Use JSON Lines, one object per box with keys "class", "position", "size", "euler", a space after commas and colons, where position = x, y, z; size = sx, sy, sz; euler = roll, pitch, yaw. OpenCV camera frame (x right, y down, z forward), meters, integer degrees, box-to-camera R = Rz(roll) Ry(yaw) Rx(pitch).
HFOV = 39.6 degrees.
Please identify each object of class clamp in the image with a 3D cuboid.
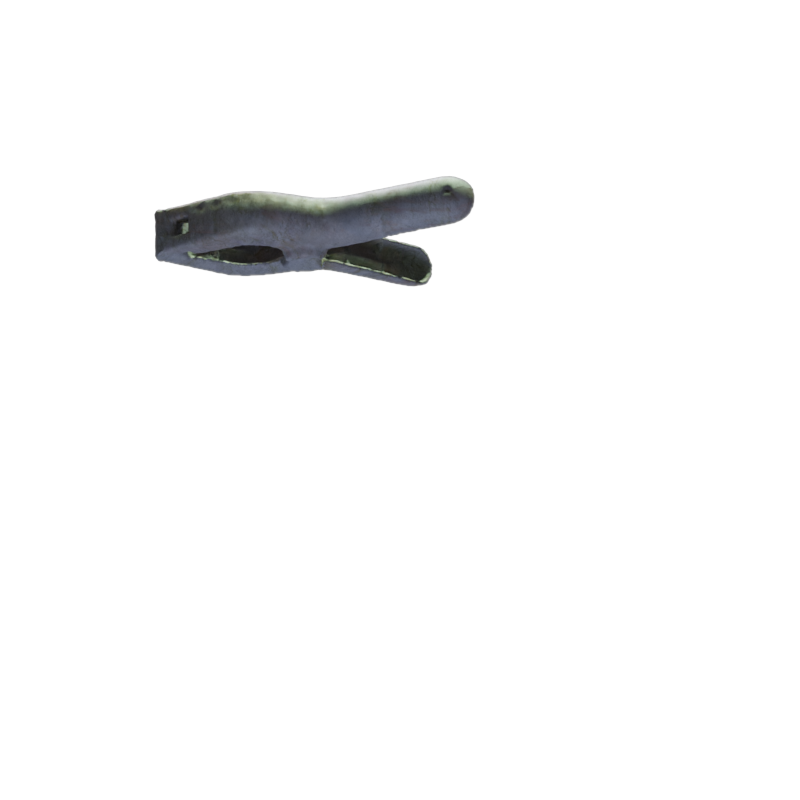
{"class": "clamp", "position": [-0.049, -0.089, 0.623], "size": [0.172, 0.041, 0.114], "euler": [-1, -21, 1]}
